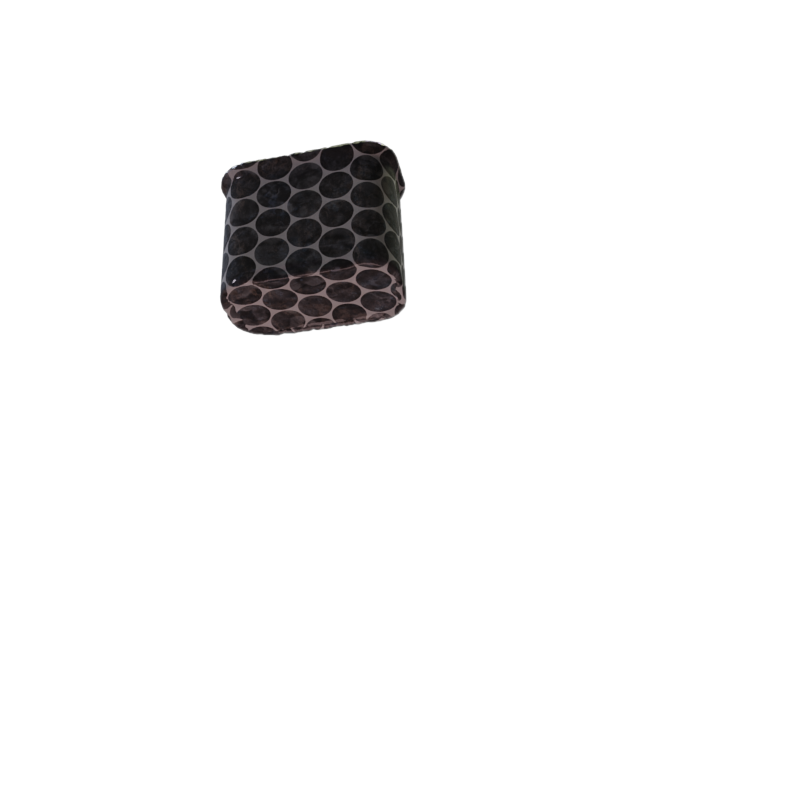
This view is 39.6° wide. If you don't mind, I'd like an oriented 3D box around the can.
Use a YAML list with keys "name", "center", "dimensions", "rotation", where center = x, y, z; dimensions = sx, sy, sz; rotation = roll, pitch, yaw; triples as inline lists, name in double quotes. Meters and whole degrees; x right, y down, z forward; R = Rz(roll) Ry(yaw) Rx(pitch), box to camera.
- name: "can"
  center: [-0.047, -0.086, 0.604]
  dimensions: [0.103, 0.090, 0.053]
  rotation: [-9, -36, 10]
